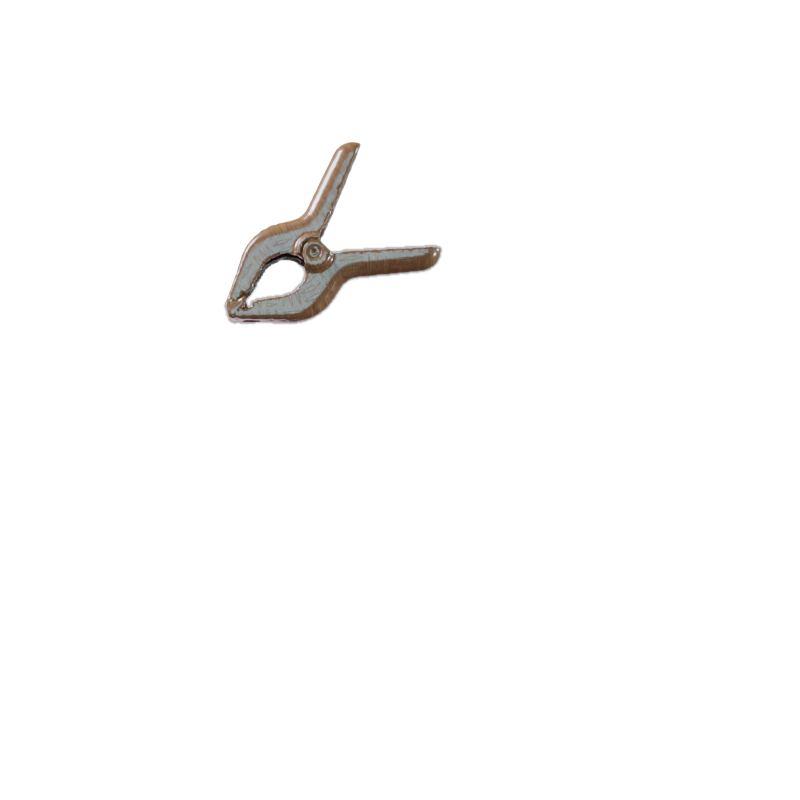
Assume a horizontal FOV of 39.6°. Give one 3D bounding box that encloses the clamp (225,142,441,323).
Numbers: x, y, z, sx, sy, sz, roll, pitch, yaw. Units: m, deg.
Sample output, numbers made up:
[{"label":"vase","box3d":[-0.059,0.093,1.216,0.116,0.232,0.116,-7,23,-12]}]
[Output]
[{"label":"clamp","box3d":[-0.068,-0.124,0.867,0.171,0.126,0.037,-27,-18,-10]}]
